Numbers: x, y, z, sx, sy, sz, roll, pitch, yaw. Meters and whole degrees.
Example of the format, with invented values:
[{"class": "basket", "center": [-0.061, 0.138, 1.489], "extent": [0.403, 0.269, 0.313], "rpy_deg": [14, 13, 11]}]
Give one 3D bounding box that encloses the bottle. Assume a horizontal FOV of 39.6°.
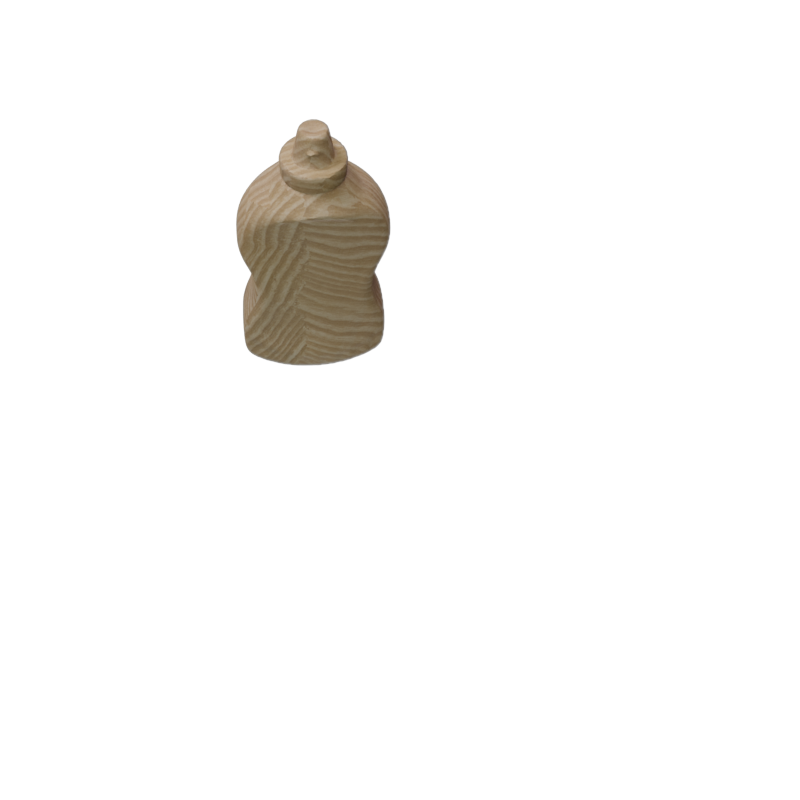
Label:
[{"class": "bottle", "center": [-0.055, -0.100, 0.704], "extent": [0.096, 0.063, 0.179], "rpy_deg": [-1, -39, -4]}]
